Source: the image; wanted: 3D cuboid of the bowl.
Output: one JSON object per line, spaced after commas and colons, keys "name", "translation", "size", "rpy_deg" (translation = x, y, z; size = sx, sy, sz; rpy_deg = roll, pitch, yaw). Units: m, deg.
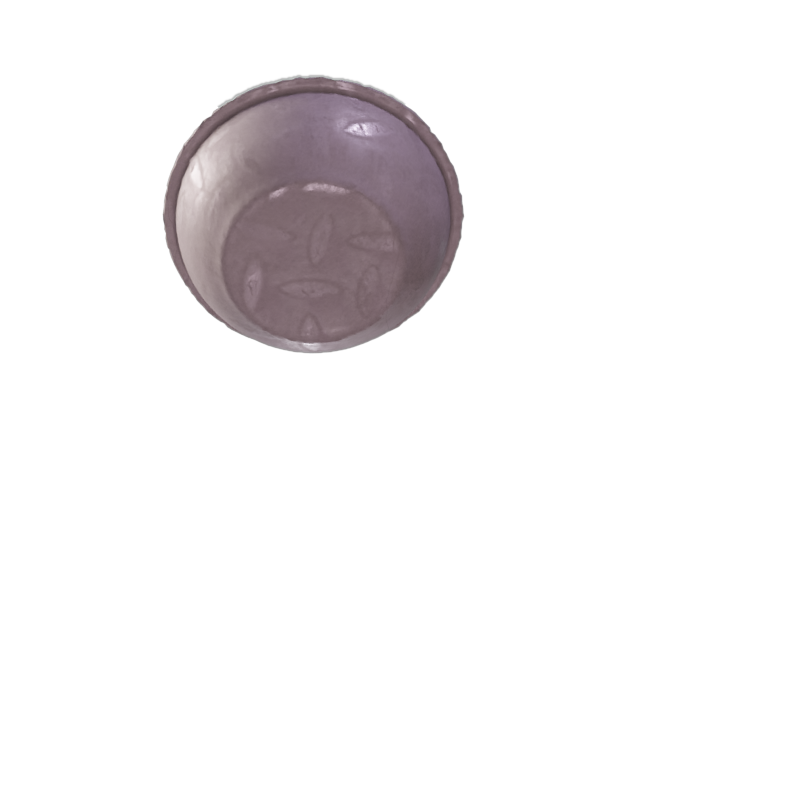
{"name": "bowl", "translation": [-0.045, -0.082, 0.575], "size": [0.162, 0.153, 0.058], "rpy_deg": [1, 28, -1]}
